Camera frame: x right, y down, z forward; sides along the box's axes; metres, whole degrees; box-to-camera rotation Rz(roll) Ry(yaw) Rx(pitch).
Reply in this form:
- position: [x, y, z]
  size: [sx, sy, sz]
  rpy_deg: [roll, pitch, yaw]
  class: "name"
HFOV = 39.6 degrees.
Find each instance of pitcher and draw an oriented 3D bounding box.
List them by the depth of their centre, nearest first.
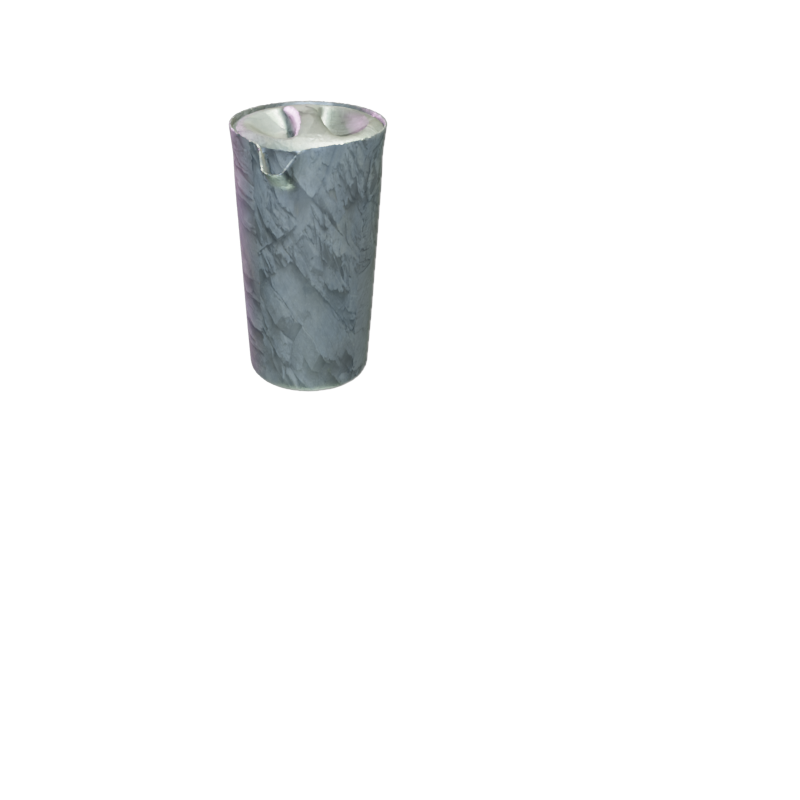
- position: [-0.077, -0.141, 0.987]
  size: [0.146, 0.230, 0.156]
  rpy_deg: [-12, 29, -26]
  class: "pitcher"
